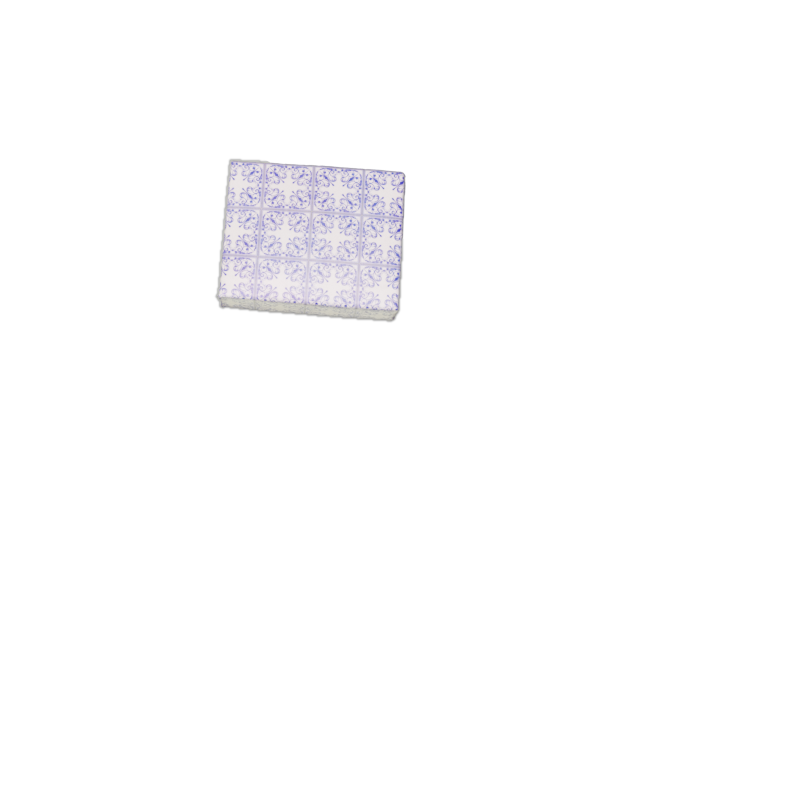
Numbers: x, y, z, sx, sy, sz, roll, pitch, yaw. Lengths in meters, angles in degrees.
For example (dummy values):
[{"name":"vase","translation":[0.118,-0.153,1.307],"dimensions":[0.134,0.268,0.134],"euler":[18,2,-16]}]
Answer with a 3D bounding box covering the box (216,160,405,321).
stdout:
[{"name":"box","translation":[-0.054,-0.099,0.695],"dimensions":[0.113,0.093,0.037],"euler":[3,-17,0]}]
